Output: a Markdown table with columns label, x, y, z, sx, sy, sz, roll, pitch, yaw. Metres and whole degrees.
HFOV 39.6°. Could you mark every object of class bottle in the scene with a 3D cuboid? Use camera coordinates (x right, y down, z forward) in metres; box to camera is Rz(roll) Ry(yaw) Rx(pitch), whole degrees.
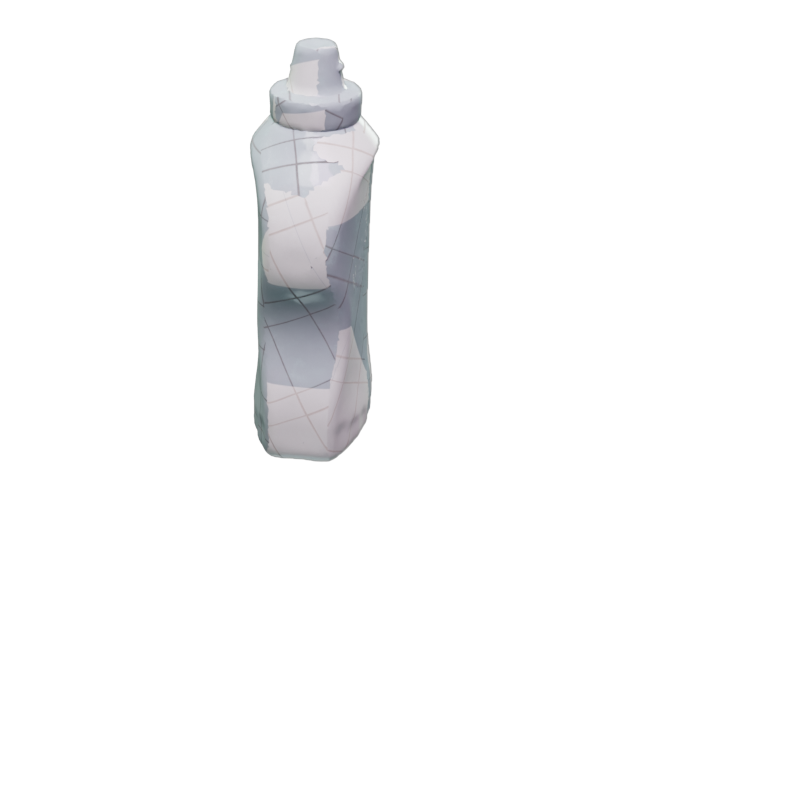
| label | x | y | z | sx | sy | sz | roll | pitch | yaw |
| --- | --- | --- | --- | --- | --- | --- | --- | --- | --- |
| bottle | -0.040 | -0.074 | 0.519 | 0.059 | 0.181 | 0.101 | 5 | 29 | 6 |
